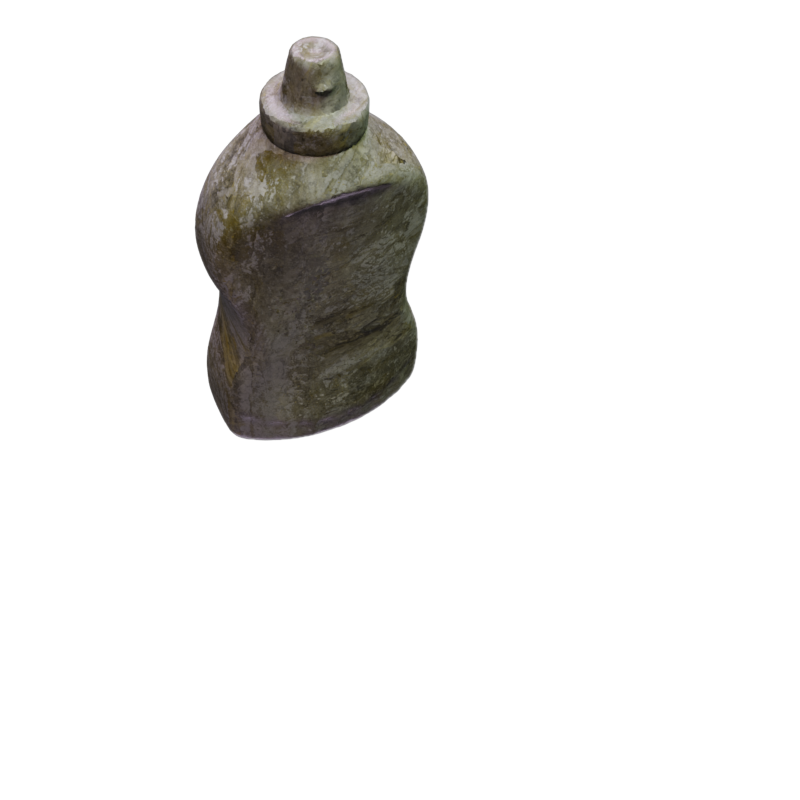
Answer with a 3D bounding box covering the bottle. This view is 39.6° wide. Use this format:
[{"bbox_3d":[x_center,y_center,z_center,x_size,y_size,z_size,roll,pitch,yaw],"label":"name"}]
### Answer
[{"bbox_3d":[-0.036,-0.065,0.459,0.095,0.063,0.179,-17,-39,-18],"label":"bottle"}]
